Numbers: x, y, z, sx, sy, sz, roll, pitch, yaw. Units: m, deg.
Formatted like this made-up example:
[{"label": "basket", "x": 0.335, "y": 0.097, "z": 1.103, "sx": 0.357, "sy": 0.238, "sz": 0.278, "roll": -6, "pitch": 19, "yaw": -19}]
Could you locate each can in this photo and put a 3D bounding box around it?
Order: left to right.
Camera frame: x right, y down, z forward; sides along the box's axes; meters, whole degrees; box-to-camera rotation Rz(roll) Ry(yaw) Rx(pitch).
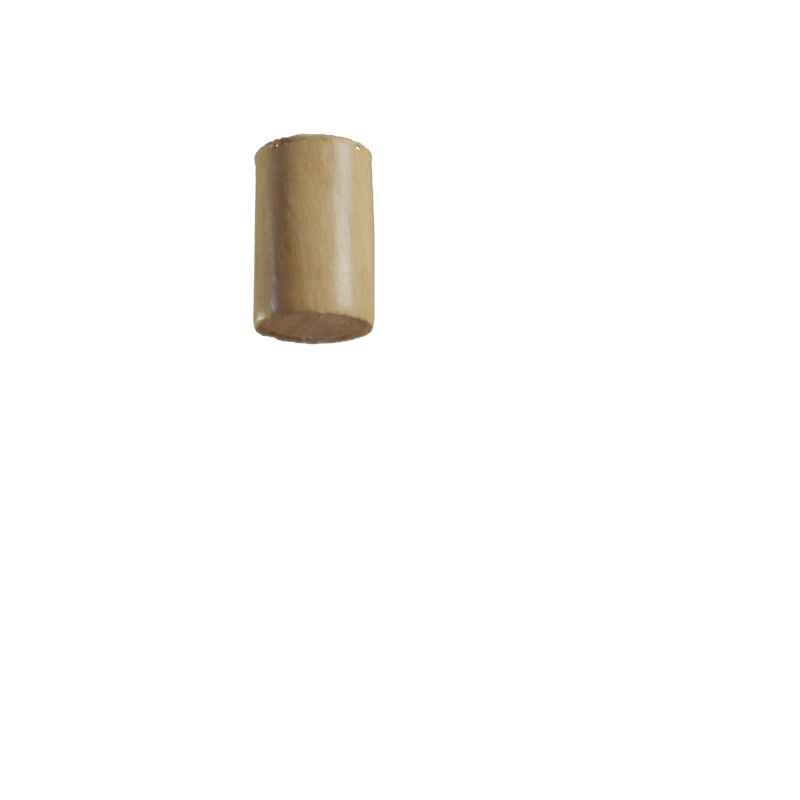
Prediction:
[{"label": "can", "x": -0.049, "y": -0.089, "z": 0.620, "sx": 0.068, "sy": 0.107, "sz": 0.066, "roll": 0, "pitch": -17, "yaw": -2}]
